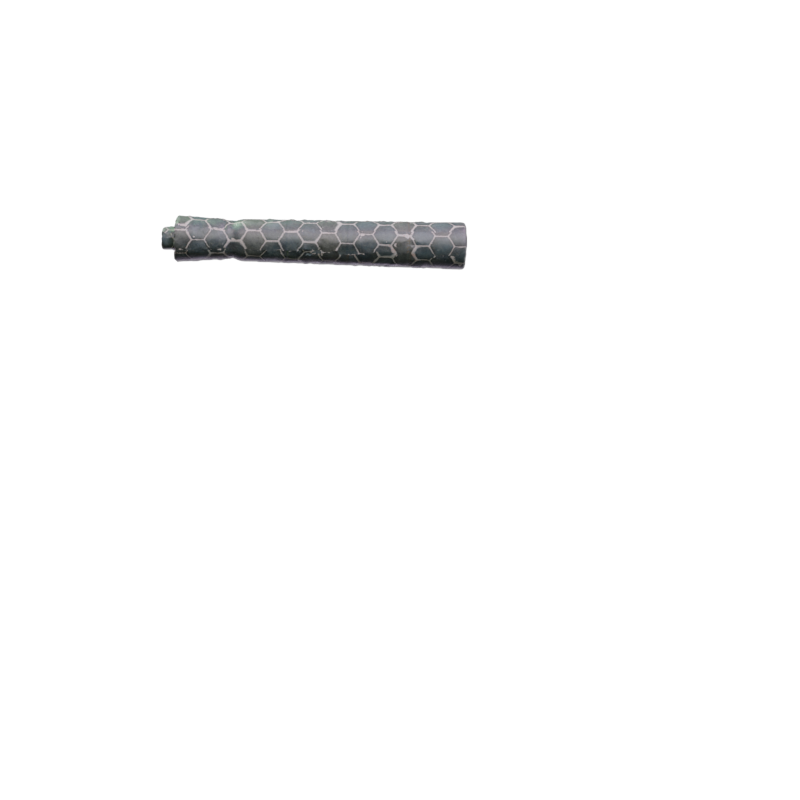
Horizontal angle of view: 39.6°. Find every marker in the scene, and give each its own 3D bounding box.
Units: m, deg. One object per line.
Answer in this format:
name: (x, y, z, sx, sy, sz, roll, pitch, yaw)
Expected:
marker: (-0.035, -0.063, 0.444, 0.121, 0.020, 0.020, 2, 4, 1)
